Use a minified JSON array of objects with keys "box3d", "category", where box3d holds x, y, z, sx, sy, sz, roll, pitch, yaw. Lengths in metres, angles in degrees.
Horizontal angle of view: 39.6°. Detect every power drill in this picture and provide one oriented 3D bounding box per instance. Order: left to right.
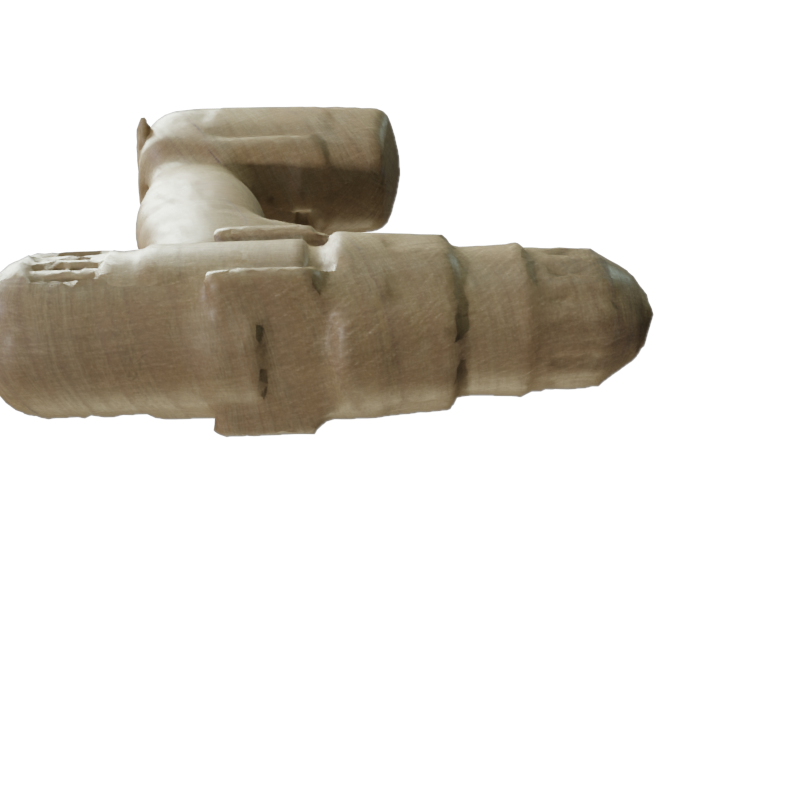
[{"box3d":[-0.029,-0.053,0.374,0.184,0.055,0.198,-1,25,-3],"category":"power drill"}]
